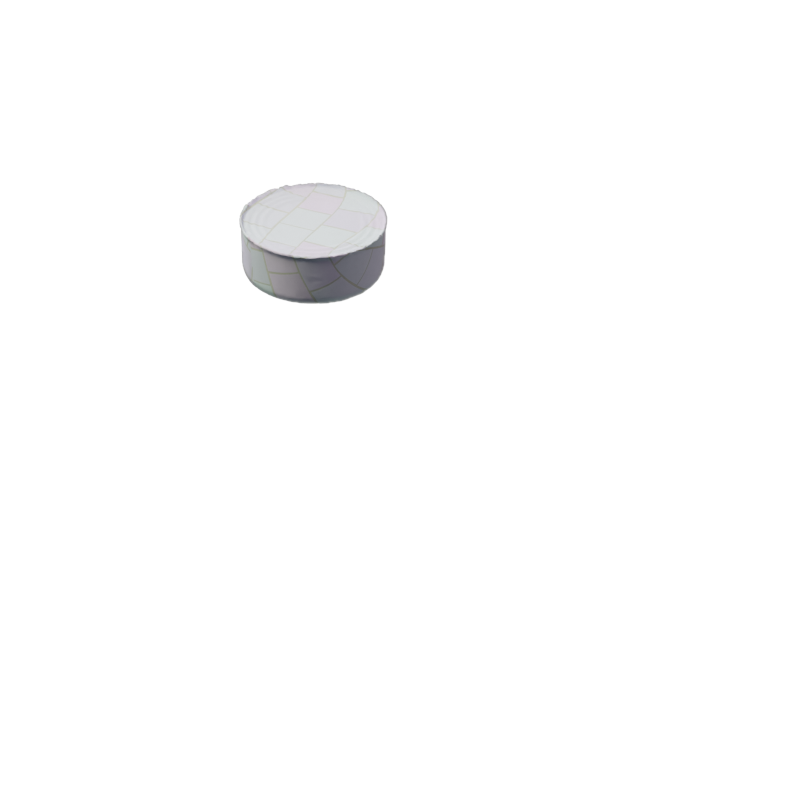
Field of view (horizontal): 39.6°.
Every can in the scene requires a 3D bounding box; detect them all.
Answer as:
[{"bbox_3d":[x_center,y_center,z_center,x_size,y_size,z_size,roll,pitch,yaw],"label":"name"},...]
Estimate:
[{"bbox_3d":[-0.051,-0.093,0.650,0.086,0.031,0.092,-1,37,-2],"label":"can"}]
